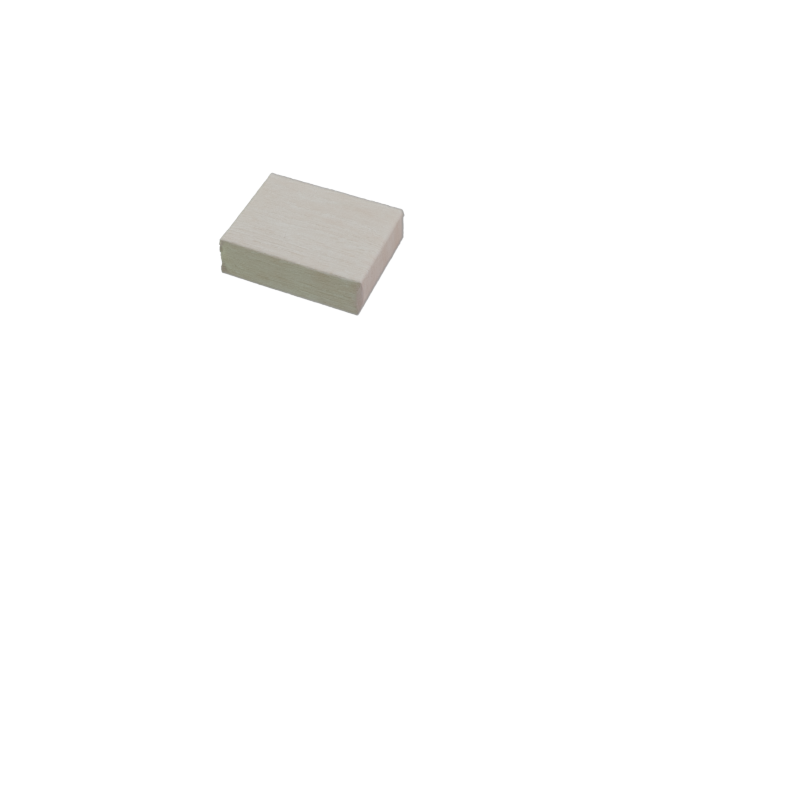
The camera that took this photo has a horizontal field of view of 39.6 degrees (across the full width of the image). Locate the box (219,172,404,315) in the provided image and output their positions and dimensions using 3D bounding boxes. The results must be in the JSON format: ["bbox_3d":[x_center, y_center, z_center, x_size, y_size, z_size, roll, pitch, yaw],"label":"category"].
[{"bbox_3d":[-0.064,-0.117,0.820,0.117,0.036,0.093,16,45,16],"label":"box"}]
